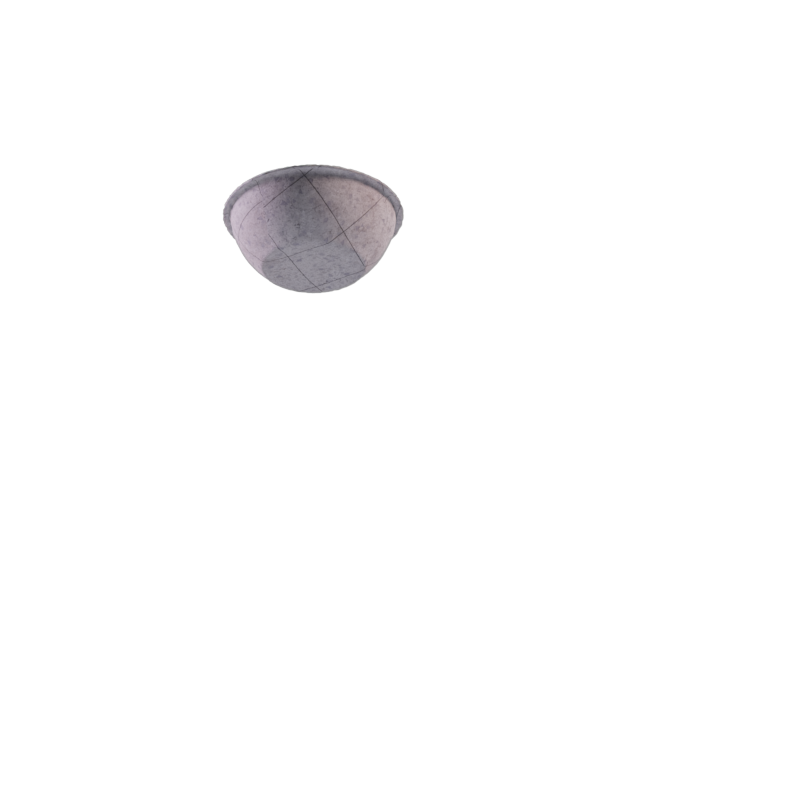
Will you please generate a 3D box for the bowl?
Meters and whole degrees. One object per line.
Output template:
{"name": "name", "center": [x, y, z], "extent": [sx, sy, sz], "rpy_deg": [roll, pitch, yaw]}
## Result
{"name": "bowl", "center": [-0.077, -0.140, 0.977], "extent": [0.162, 0.058, 0.153], "rpy_deg": [1, -26, -2]}
